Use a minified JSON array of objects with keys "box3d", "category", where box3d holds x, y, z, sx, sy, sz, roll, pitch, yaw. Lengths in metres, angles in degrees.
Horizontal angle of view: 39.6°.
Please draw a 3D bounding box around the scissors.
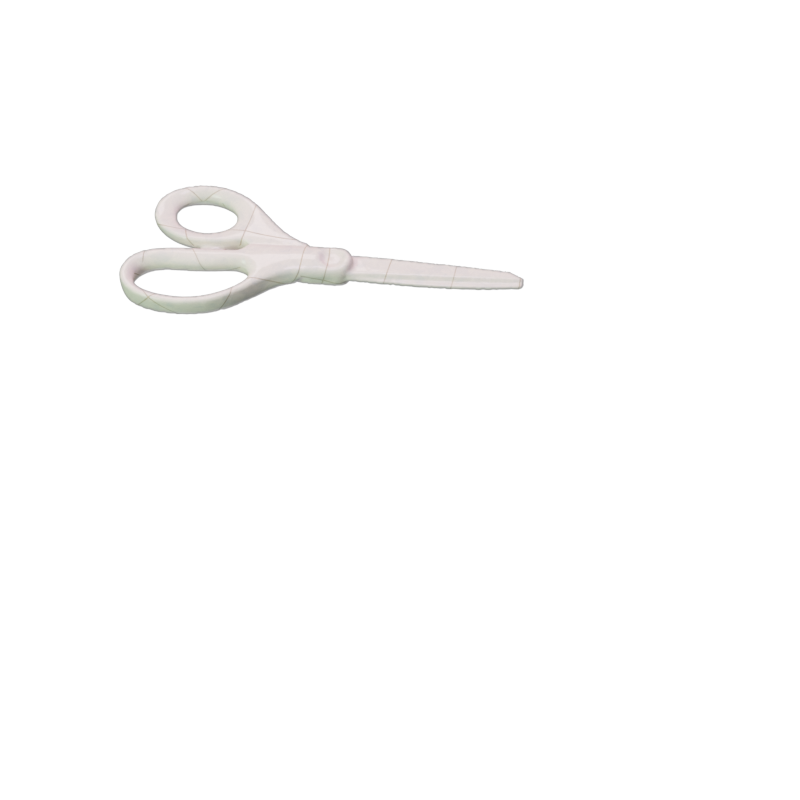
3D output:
[{"box3d":[-0.046,-0.083,0.582,0.200,0.104,0.015,-7,-42,-6],"category":"scissors"}]
